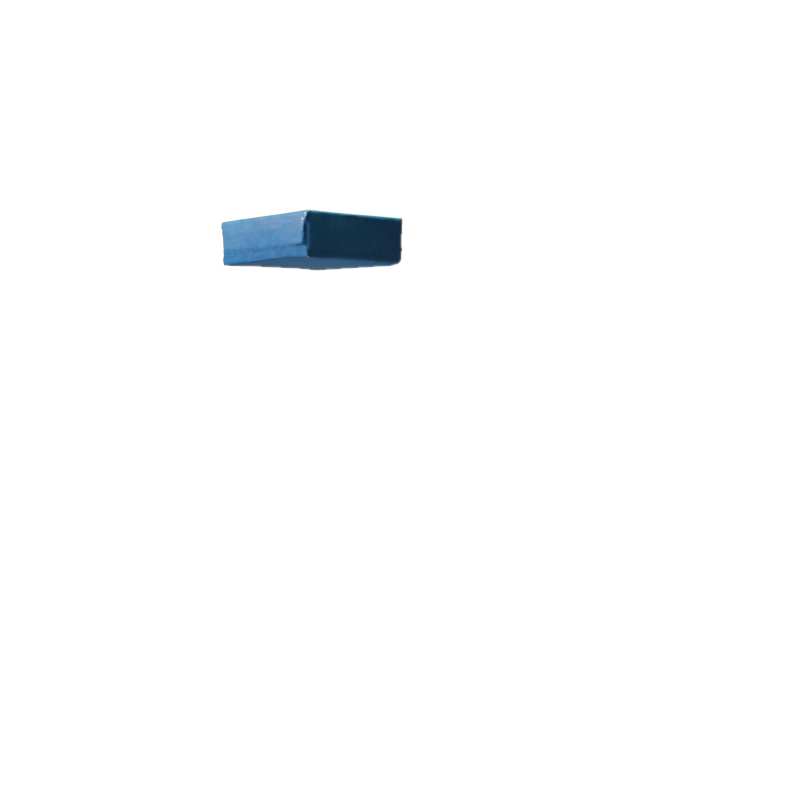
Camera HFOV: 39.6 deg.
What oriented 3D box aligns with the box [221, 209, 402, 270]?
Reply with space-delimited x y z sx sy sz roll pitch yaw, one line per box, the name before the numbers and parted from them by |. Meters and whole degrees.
box | -0.066 -0.121 0.845 0.093 0.039 0.109 1 2 40
